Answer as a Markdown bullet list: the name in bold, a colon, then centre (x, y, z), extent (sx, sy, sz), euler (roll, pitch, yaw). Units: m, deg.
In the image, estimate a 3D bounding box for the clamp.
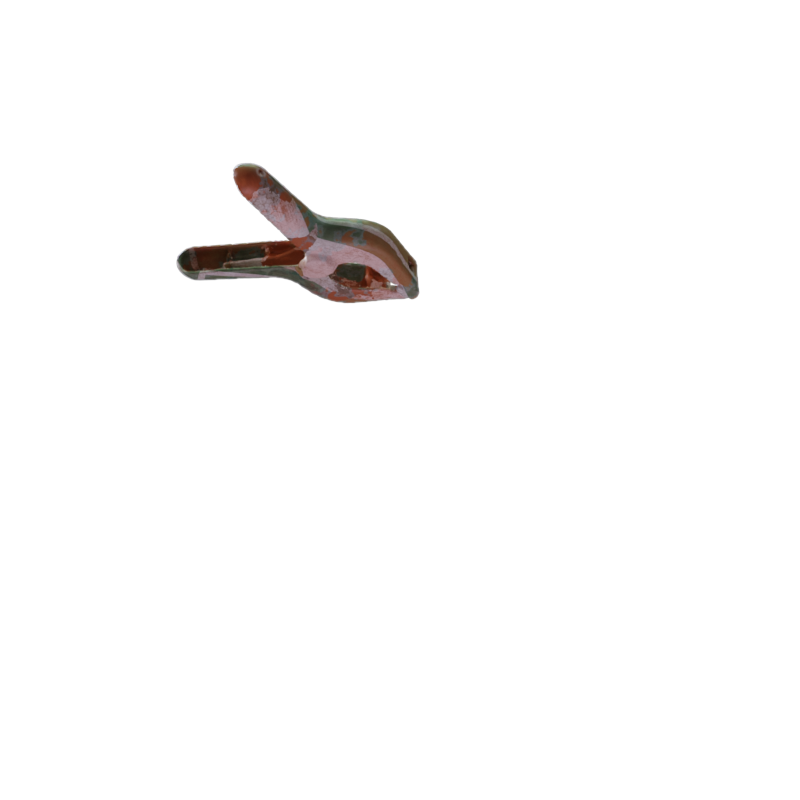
- **clamp**: centre (-0.060, -0.109, 0.764), extent (0.167, 0.042, 0.116), euler (8, -26, -16)
